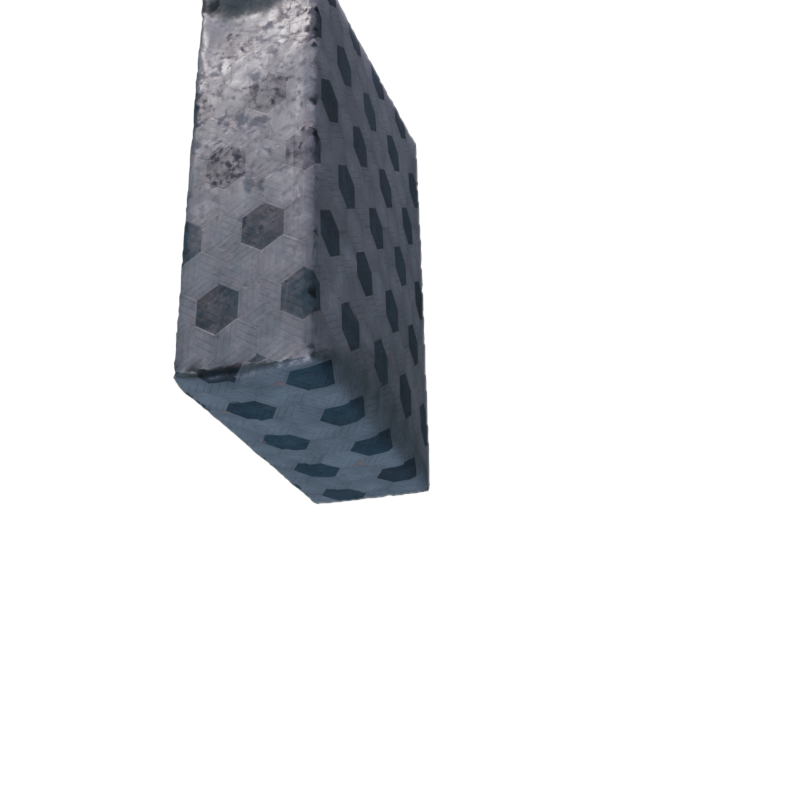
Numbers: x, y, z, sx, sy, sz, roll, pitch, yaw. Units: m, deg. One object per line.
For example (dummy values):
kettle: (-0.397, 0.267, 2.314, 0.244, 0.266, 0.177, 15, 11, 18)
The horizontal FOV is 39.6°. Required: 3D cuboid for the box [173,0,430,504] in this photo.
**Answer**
box: (-0.043, -0.078, 0.545, 0.073, 0.227, 0.152, -11, -29, 16)
